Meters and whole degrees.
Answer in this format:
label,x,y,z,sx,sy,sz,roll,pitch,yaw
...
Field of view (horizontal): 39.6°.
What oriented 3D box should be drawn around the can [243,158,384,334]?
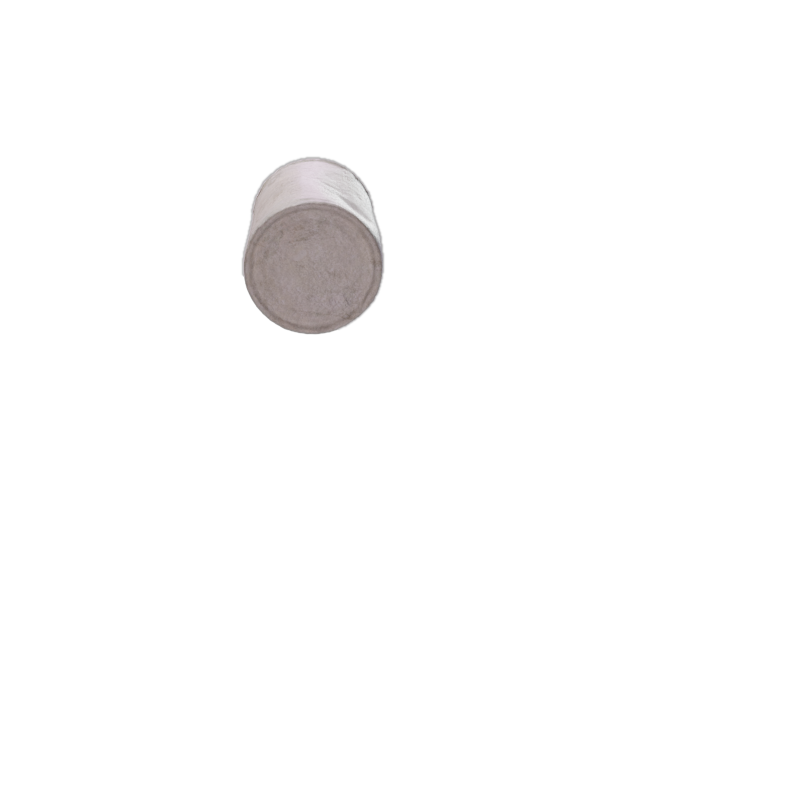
label,x,y,z,sx,sy,sz,roll,pitch,yaw
can,-0.045,-0.081,0.570,0.068,0.066,0.107,0,21,-3
